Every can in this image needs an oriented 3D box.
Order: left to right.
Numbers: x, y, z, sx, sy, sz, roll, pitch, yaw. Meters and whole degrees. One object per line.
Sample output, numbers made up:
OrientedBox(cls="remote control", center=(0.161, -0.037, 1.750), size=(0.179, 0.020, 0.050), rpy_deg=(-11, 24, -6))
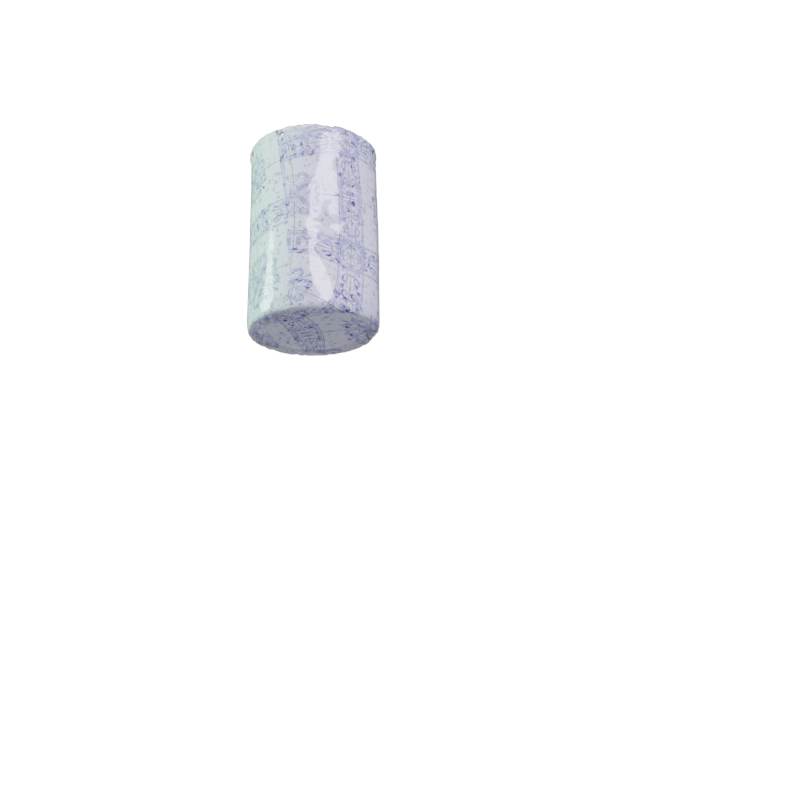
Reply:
OrientedBox(cls="can", center=(-0.045, -0.082, 0.575), size=(0.068, 0.108, 0.065), rpy_deg=(0, -24, -2))
